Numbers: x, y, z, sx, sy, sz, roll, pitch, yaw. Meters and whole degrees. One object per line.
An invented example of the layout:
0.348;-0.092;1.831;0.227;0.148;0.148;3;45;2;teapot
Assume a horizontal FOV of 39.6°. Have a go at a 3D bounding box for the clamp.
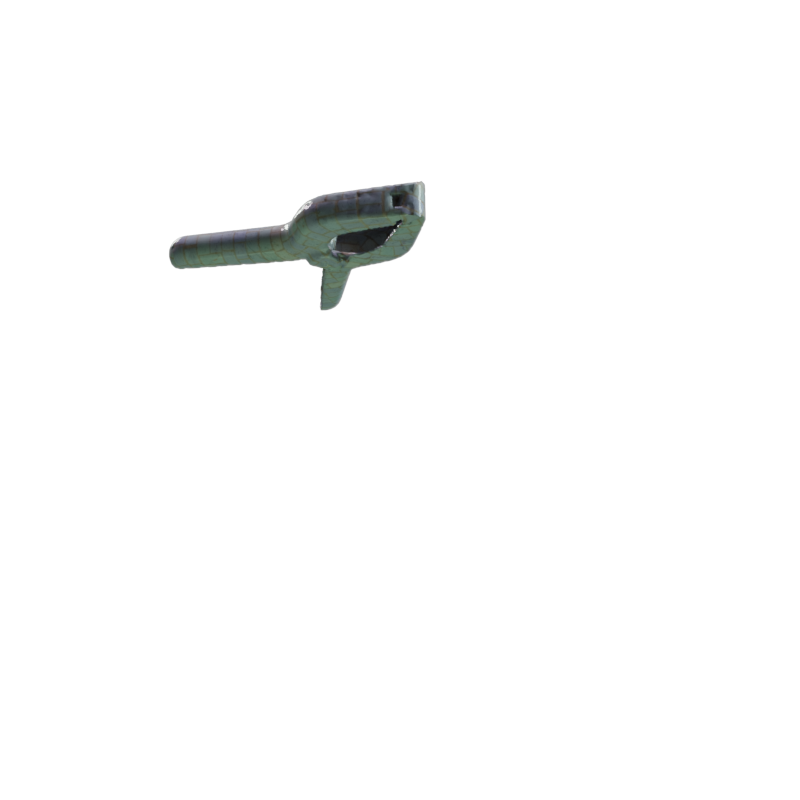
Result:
-0.065;-0.119;0.836;0.157;0.038;0.211;11;-19;-33;clamp
